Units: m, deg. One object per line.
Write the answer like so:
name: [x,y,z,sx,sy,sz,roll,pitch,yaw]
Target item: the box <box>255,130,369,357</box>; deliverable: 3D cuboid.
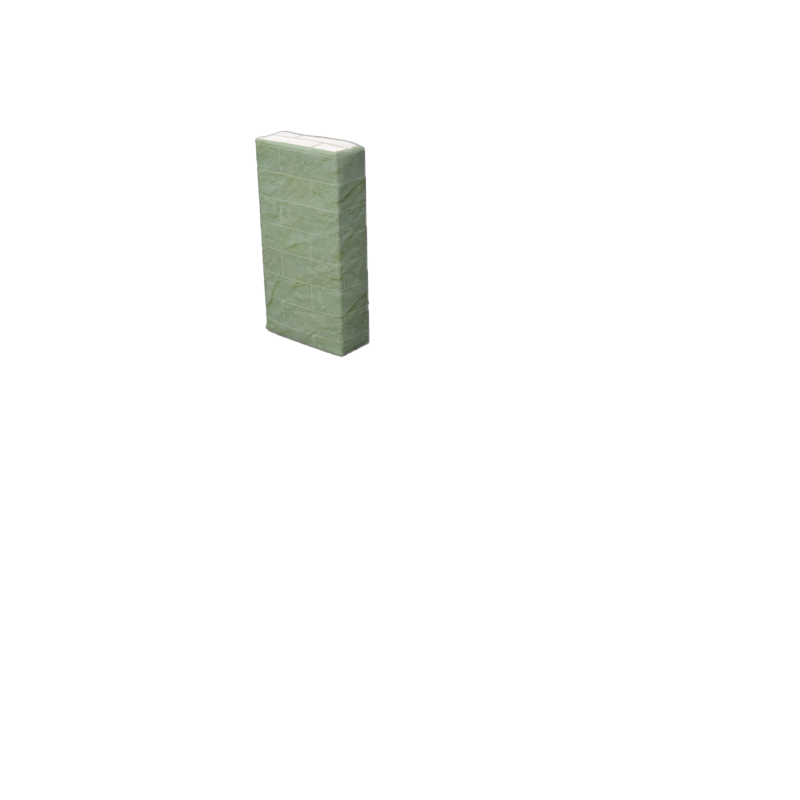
box: [-0.073,-0.134,0.936,0.099,0.169,0.047,17,24,38]
